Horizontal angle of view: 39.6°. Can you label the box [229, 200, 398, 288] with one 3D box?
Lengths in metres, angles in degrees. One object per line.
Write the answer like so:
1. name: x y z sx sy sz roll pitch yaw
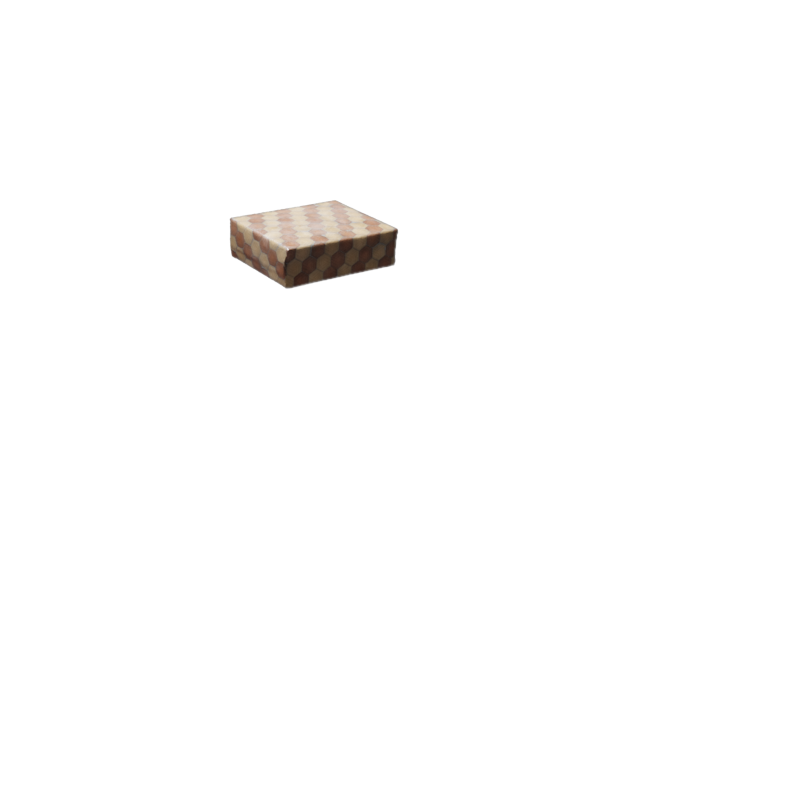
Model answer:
1. box: -0.073 -0.132 0.925 0.111 0.037 0.096 -18 31 -33
